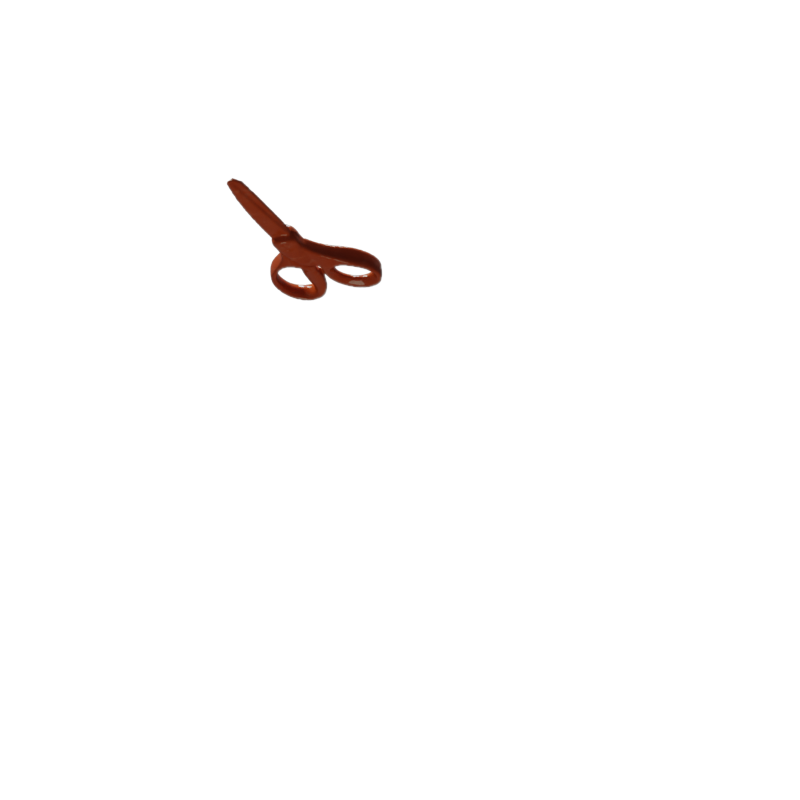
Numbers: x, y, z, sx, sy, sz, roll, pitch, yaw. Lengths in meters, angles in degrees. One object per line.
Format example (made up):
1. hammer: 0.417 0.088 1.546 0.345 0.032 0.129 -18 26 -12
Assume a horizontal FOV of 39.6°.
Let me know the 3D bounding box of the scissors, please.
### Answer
1. scissors: -0.063 -0.115 0.807 0.096 0.016 0.192 -1 -17 2
